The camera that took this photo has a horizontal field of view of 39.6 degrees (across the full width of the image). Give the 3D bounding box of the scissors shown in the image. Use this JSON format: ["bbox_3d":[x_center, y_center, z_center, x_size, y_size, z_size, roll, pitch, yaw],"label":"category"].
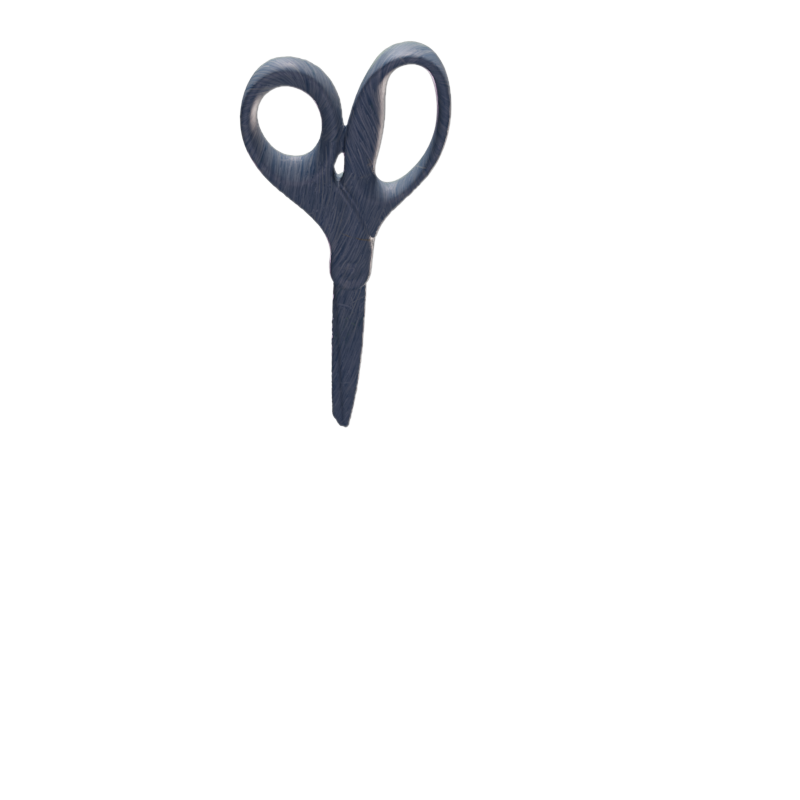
[{"bbox_3d":[-0.039,-0.070,0.494,0.094,0.192,0.017,16,34,-11],"label":"scissors"}]
